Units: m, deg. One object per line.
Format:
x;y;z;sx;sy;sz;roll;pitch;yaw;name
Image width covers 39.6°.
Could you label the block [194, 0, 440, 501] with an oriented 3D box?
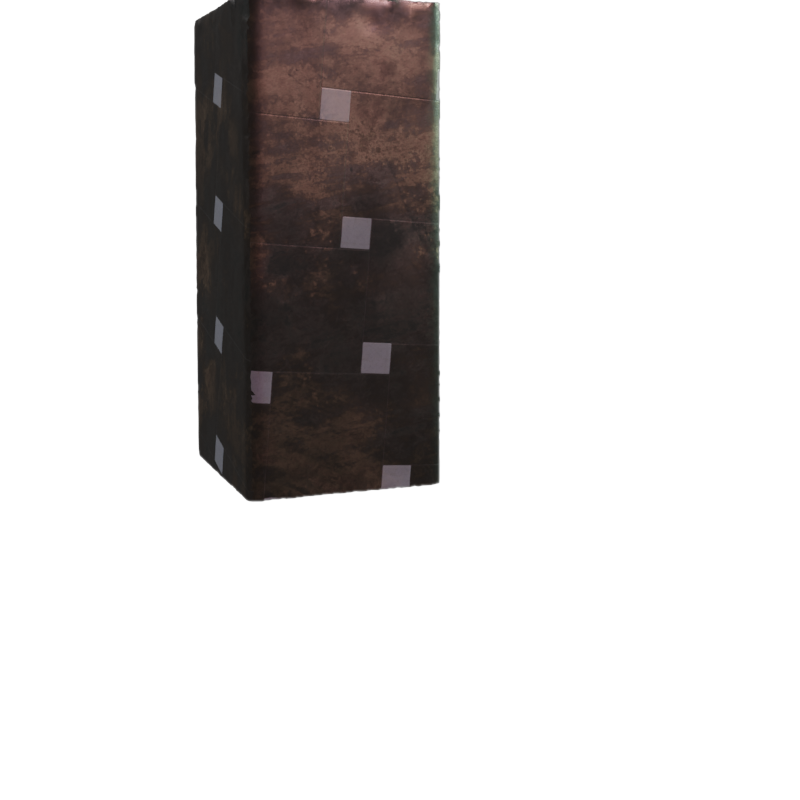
-0.040;-0.071;0.500;0.088;0.204;0.094;-1;5;-22;block
